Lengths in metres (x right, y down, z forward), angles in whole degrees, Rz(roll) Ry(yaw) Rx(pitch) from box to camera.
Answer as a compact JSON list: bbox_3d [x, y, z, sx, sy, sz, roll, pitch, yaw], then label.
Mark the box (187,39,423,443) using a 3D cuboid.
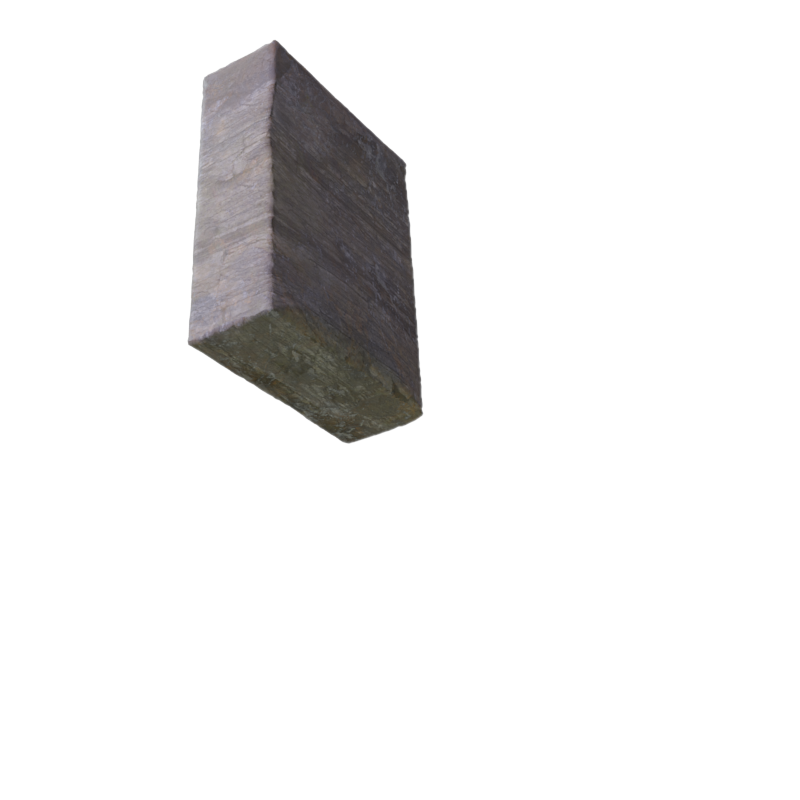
[{"bbox_3d":[-0.057,-0.103,0.724,0.072,0.228,0.152,-23,-38,28],"label":"box"}]
